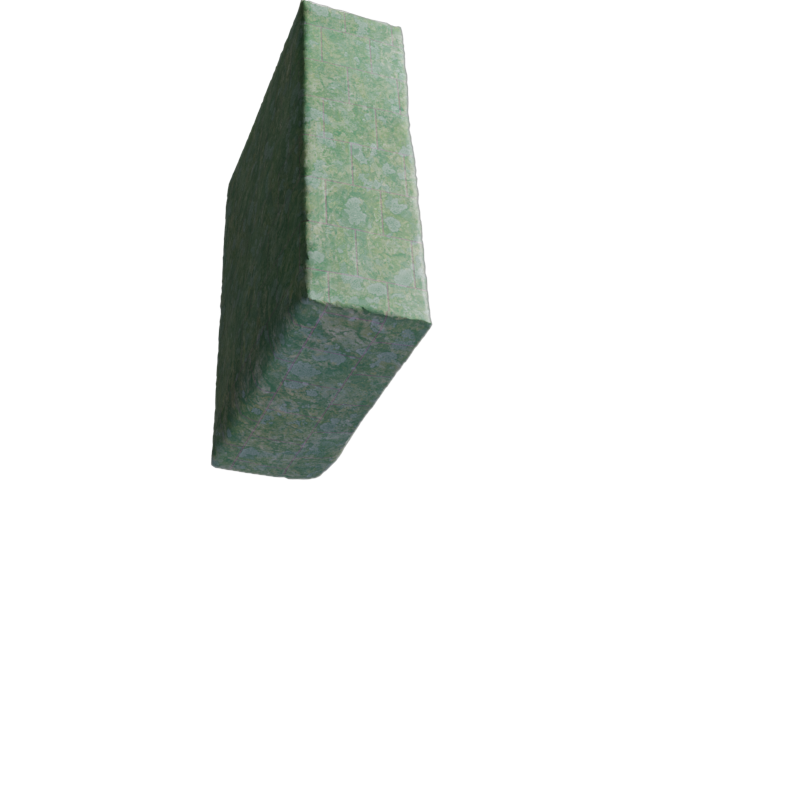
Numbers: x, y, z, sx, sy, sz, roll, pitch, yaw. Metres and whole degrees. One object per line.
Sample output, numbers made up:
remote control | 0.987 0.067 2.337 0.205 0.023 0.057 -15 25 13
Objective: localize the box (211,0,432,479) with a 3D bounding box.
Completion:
box | -0.048 -0.088 0.618 0.070 0.229 0.158 12 -39 -19
